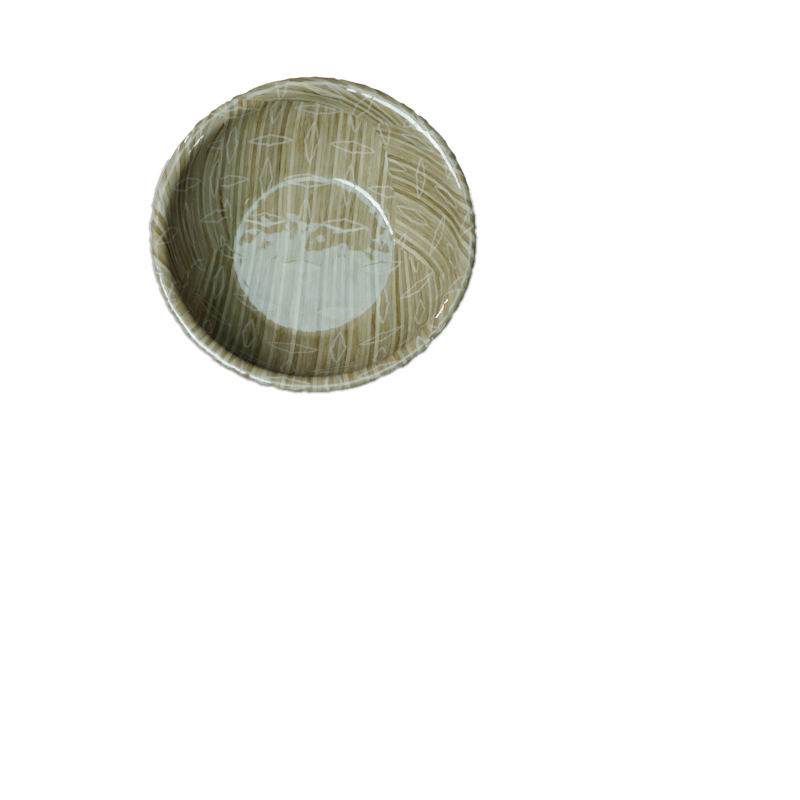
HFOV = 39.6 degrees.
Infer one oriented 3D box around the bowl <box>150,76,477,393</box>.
[{"bbox_3d":[-0.045,-0.082,0.571,0.162,0.168,0.053,0,-14,-1],"label":"bowl"}]
